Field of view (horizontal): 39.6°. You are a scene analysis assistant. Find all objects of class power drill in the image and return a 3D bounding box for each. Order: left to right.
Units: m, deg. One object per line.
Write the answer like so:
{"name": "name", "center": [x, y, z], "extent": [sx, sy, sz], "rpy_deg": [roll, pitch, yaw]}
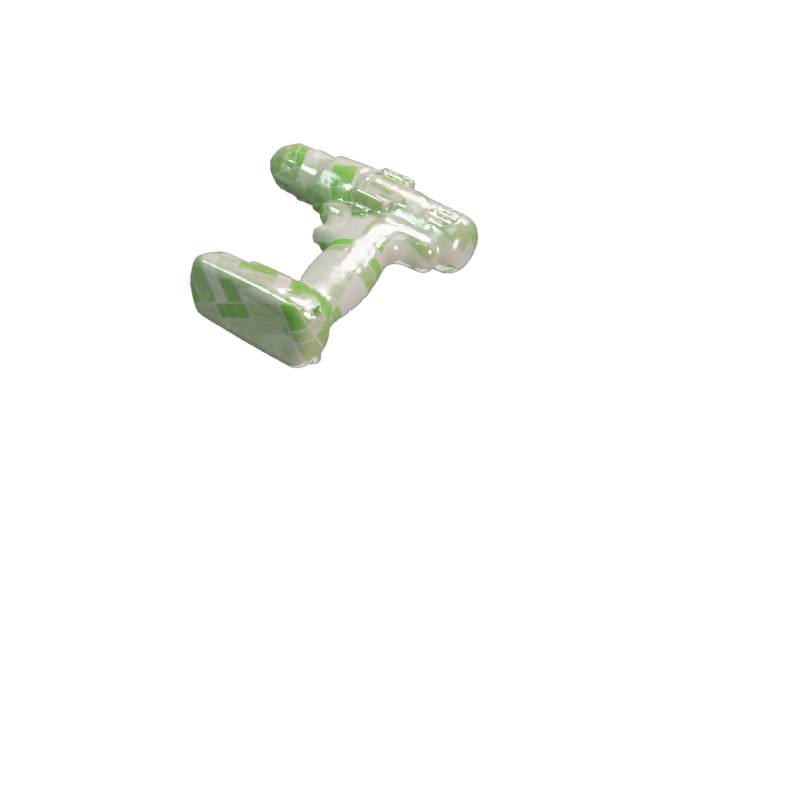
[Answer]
{"name": "power drill", "center": [-0.063, -0.115, 0.806], "extent": [0.195, 0.053, 0.190], "rpy_deg": [27, 48, 26]}
